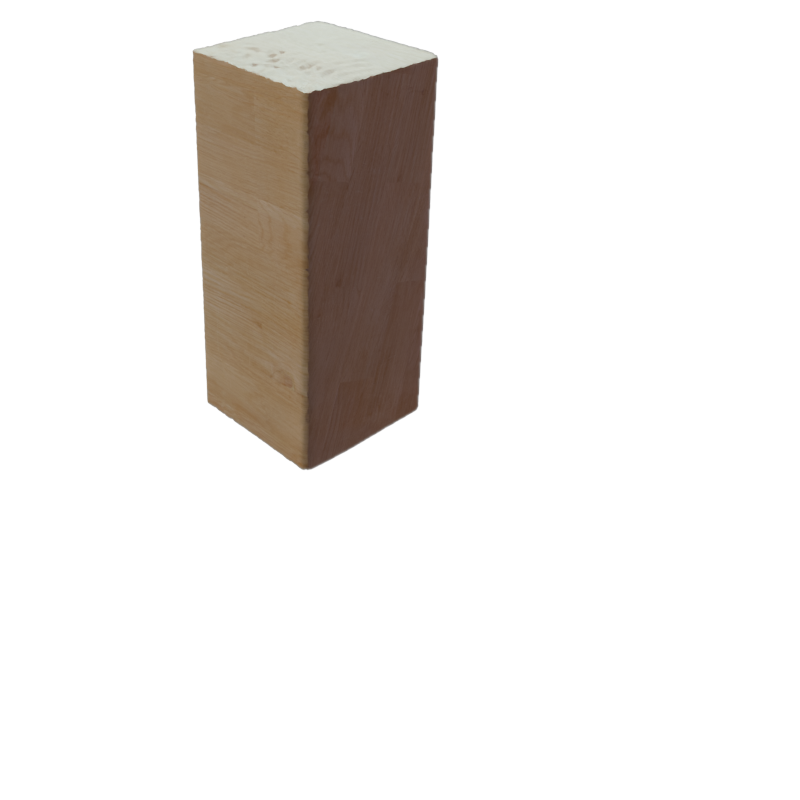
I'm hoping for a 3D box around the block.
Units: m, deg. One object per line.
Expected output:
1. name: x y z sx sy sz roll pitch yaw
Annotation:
1. block: -0.045 -0.084 0.586 0.089 0.195 0.097 -23 37 -39
